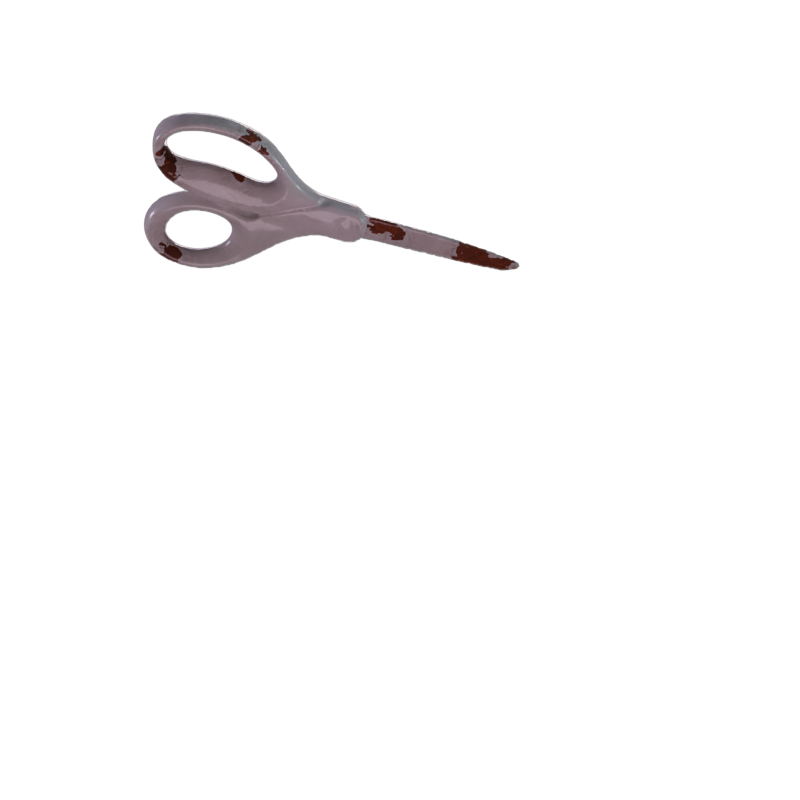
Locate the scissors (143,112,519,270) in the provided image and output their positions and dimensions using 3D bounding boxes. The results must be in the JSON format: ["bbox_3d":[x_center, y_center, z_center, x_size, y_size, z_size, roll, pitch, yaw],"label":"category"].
[{"bbox_3d":[-0.045,-0.083,0.579,0.193,0.017,0.094,27,-55,-21],"label":"scissors"}]
